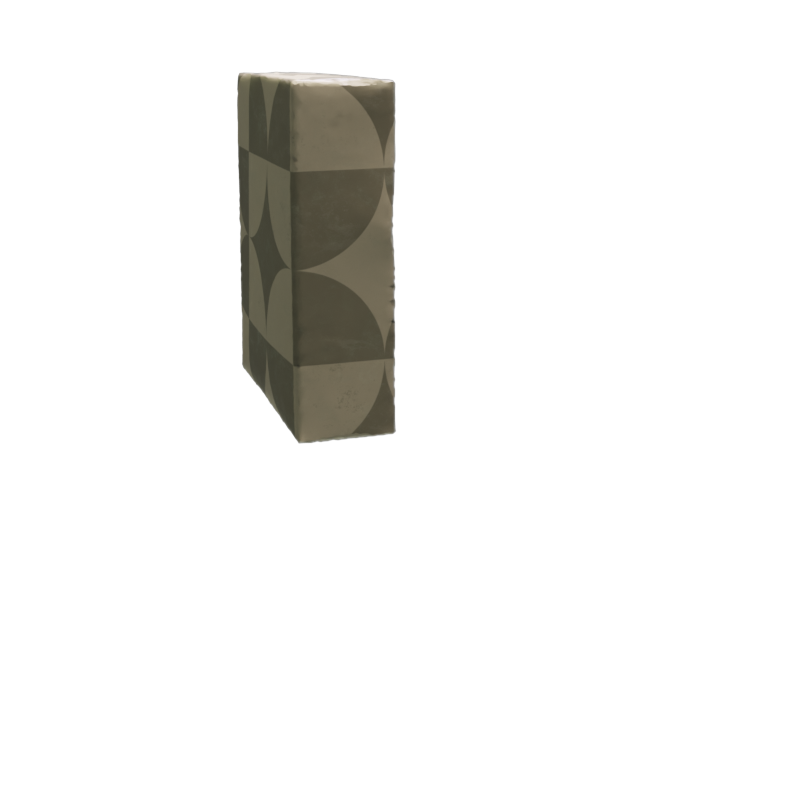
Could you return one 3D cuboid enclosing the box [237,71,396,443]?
[{"bbox_3d":[-0.056,-0.102,0.715,0.070,0.208,0.172,-3,14,-18],"label":"box"}]
